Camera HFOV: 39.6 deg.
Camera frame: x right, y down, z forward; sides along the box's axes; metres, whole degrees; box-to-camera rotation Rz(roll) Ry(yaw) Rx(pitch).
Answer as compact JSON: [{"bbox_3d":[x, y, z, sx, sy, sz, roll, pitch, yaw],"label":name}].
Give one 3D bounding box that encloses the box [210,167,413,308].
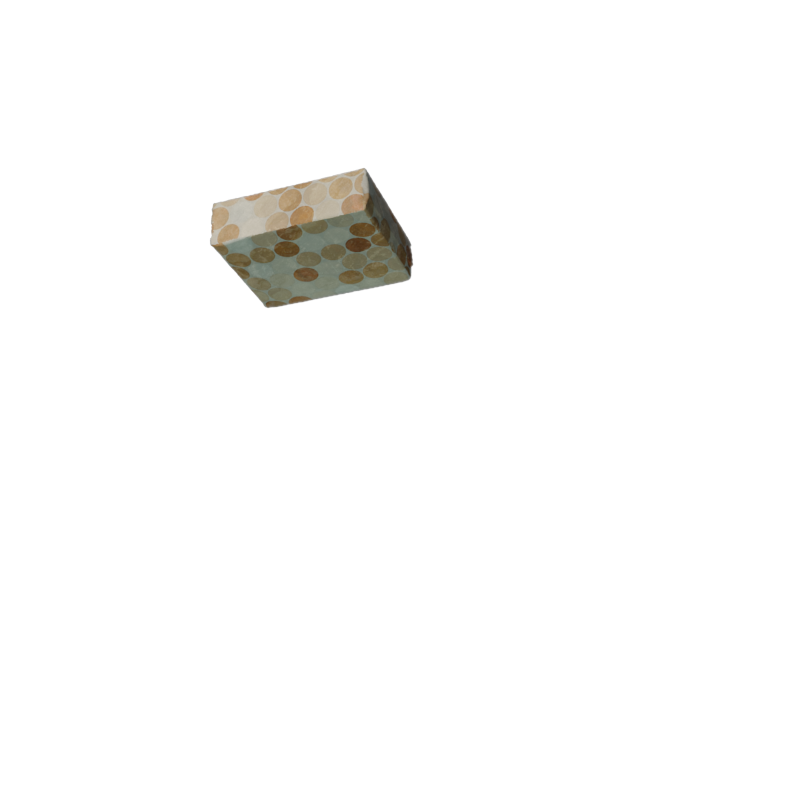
[{"bbox_3d":[-0.058,-0.106,0.746,0.115,0.041,0.083,-11,-32,18],"label":"box"}]
